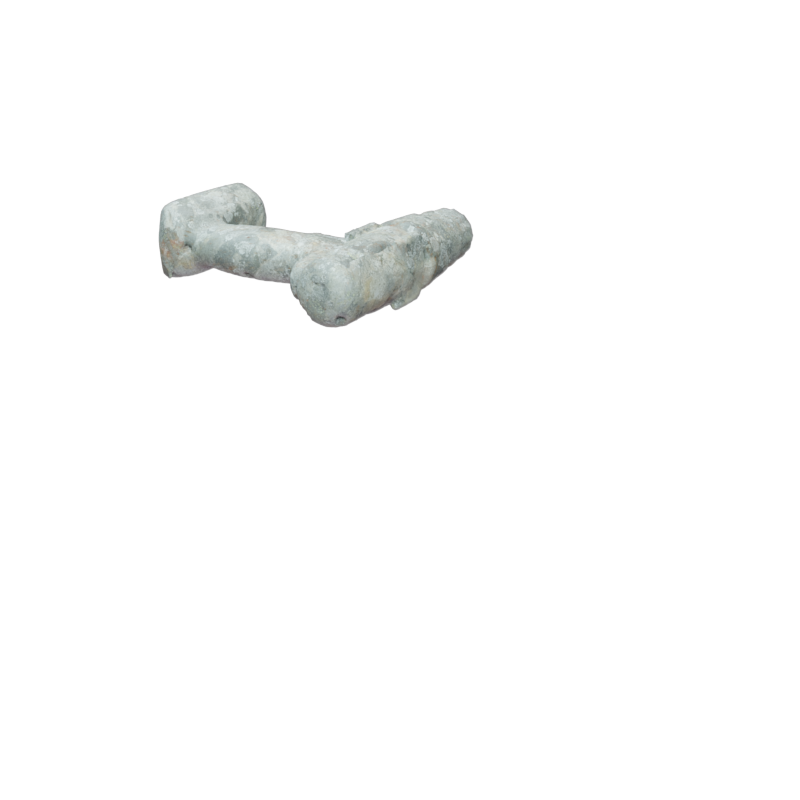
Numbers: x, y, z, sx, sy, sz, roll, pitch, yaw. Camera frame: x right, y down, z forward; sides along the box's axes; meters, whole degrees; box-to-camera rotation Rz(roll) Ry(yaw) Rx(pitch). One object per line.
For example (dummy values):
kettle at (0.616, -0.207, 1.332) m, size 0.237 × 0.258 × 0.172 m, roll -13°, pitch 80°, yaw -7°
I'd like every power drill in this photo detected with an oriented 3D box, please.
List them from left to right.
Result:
power drill at (-0.062, -0.112, 0.786) m, size 0.197 × 0.055 × 0.184 m, roll 13°, pitch 25°, yaw 30°
